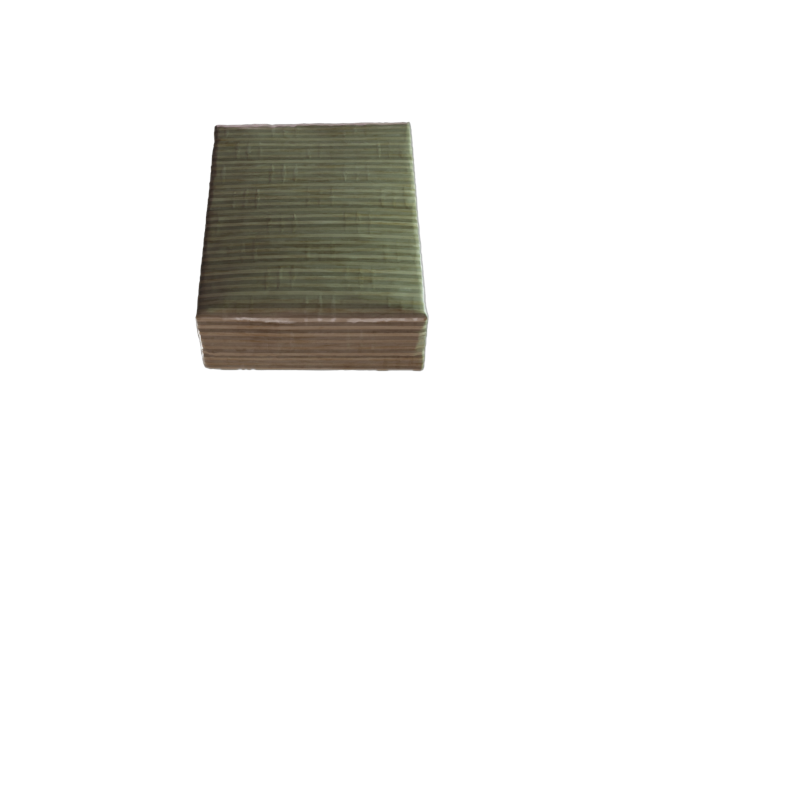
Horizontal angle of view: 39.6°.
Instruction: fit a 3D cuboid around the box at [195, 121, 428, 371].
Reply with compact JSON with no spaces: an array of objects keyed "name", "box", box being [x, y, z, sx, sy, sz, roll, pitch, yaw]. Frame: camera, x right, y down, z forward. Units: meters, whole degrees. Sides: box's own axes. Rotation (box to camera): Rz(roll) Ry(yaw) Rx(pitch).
[{"name":"box","box":[-0.067,-0.123,0.860,0.164,0.230,0.067,-2,-41,-1]}]
